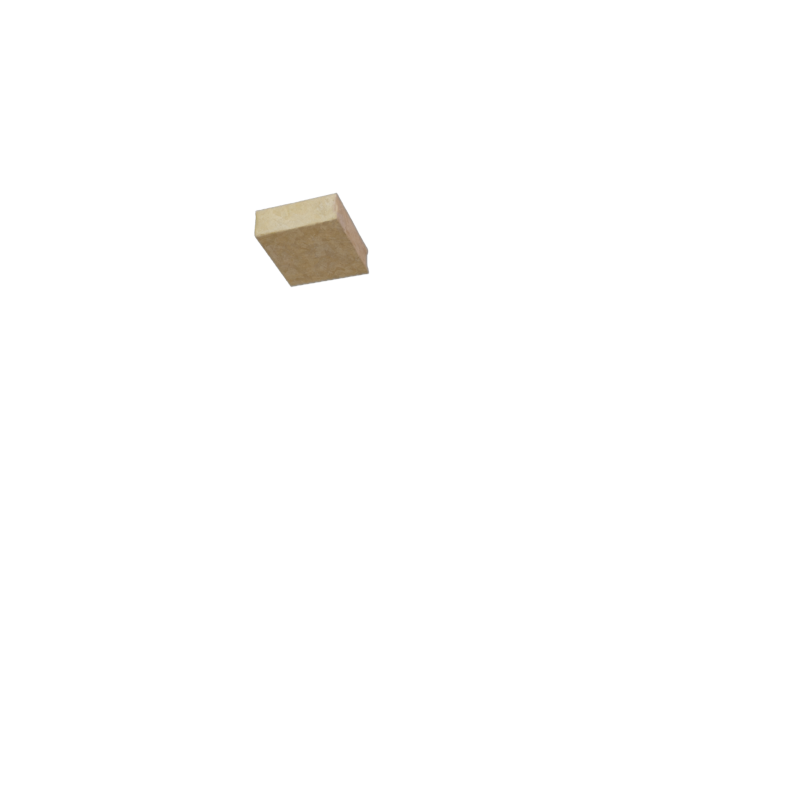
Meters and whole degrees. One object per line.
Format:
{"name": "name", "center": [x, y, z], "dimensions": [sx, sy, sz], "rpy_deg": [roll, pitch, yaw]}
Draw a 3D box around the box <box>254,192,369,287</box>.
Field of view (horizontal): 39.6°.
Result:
{"name": "box", "center": [-0.073, -0.134, 0.939], "dimensions": [0.074, 0.032, 0.083], "rpy_deg": [-9, -30, 16]}
